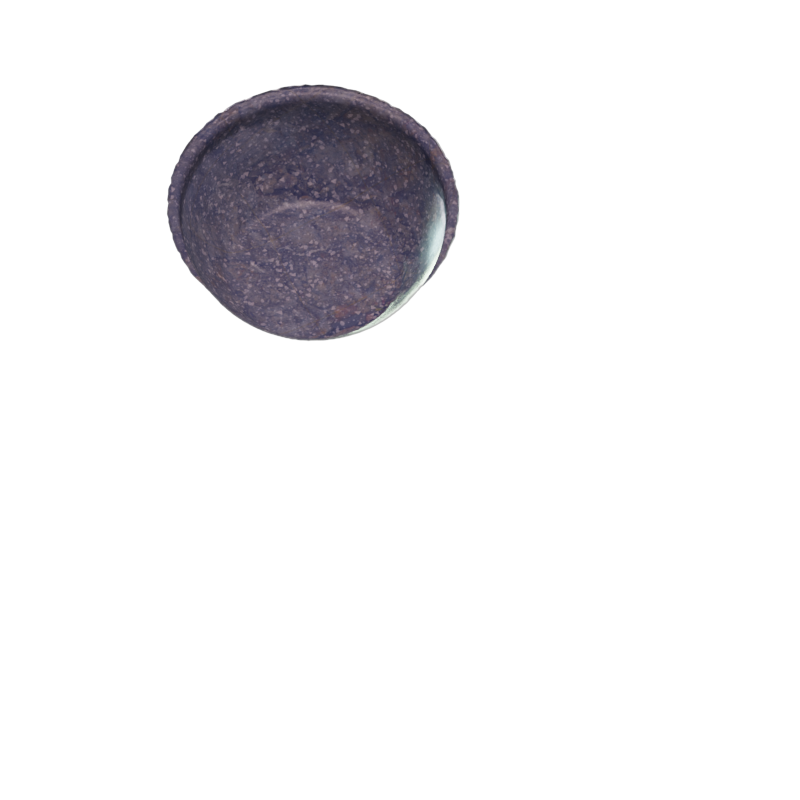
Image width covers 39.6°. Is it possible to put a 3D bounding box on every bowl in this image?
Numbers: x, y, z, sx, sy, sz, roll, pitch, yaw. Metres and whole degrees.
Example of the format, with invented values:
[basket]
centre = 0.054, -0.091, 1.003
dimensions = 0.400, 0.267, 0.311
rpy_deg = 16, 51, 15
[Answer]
[bowl]
centre = -0.046, -0.085, 0.594
dimensions = 0.162, 0.151, 0.059
rpy_deg = 1, 40, -1
